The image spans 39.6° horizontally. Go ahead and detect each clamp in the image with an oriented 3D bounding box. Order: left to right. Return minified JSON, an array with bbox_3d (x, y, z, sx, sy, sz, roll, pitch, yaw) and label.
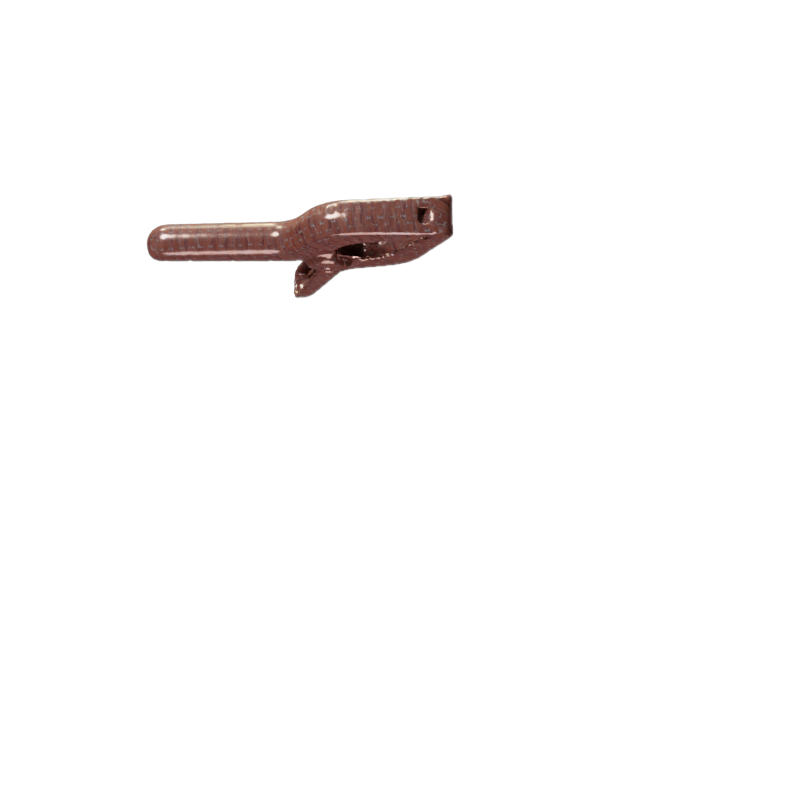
[{"bbox_3d":[-0.059,-0.108,0.759,0.156,0.037,0.215,7,-11,-44],"label":"clamp"}]
